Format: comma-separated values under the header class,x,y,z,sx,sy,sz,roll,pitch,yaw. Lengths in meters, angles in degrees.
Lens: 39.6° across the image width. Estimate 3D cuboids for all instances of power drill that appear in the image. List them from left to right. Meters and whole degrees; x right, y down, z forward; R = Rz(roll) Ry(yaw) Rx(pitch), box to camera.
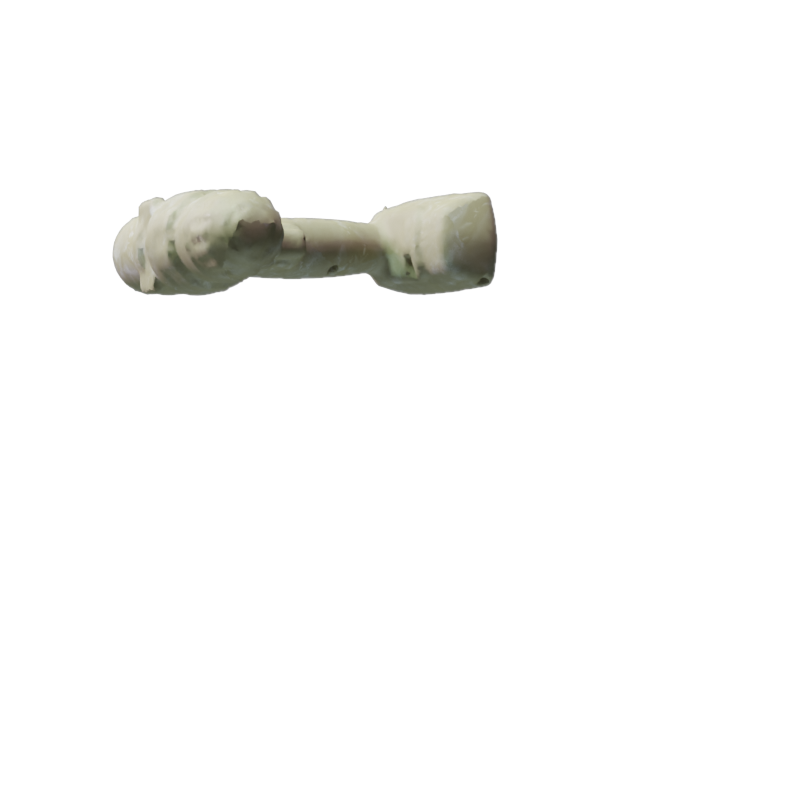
class,x,y,z,sx,sy,sz,roll,pitch,yaw
power drill,-0.046,-0.084,0.590,0.182,0.057,0.190,-2,5,-26
